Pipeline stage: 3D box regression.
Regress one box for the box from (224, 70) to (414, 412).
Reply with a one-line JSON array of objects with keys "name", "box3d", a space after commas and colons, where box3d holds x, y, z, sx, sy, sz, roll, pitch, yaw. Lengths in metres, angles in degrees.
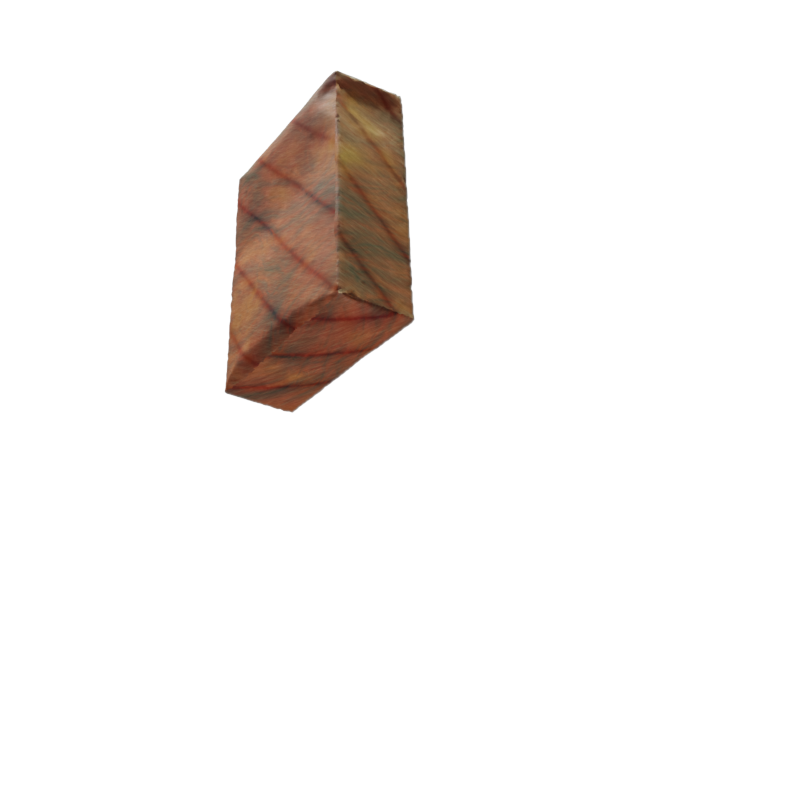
[{"name": "box", "box3d": [-0.067, -0.123, 0.862, 0.068, 0.228, 0.161, 19, -38, -30]}]
